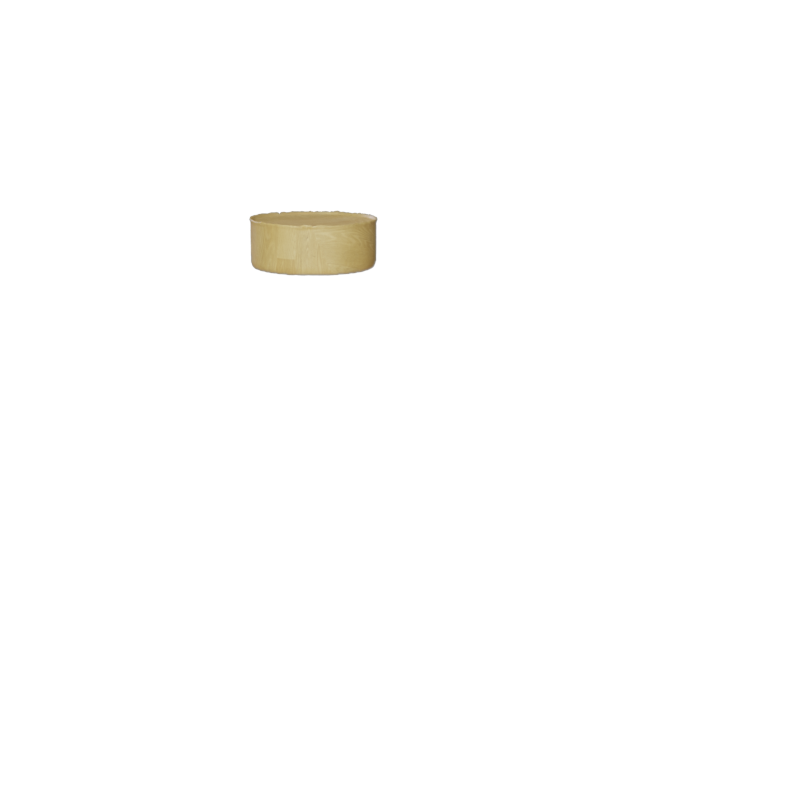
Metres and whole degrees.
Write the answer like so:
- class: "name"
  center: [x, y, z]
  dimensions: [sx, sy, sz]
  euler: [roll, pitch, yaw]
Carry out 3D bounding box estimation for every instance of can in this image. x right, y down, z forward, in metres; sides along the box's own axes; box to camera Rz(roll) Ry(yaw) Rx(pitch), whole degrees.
- class: "can"
  center: [-0.058, -0.106, 0.744]
  dimensions: [0.086, 0.033, 0.088]
  euler: [0, 15, -2]
